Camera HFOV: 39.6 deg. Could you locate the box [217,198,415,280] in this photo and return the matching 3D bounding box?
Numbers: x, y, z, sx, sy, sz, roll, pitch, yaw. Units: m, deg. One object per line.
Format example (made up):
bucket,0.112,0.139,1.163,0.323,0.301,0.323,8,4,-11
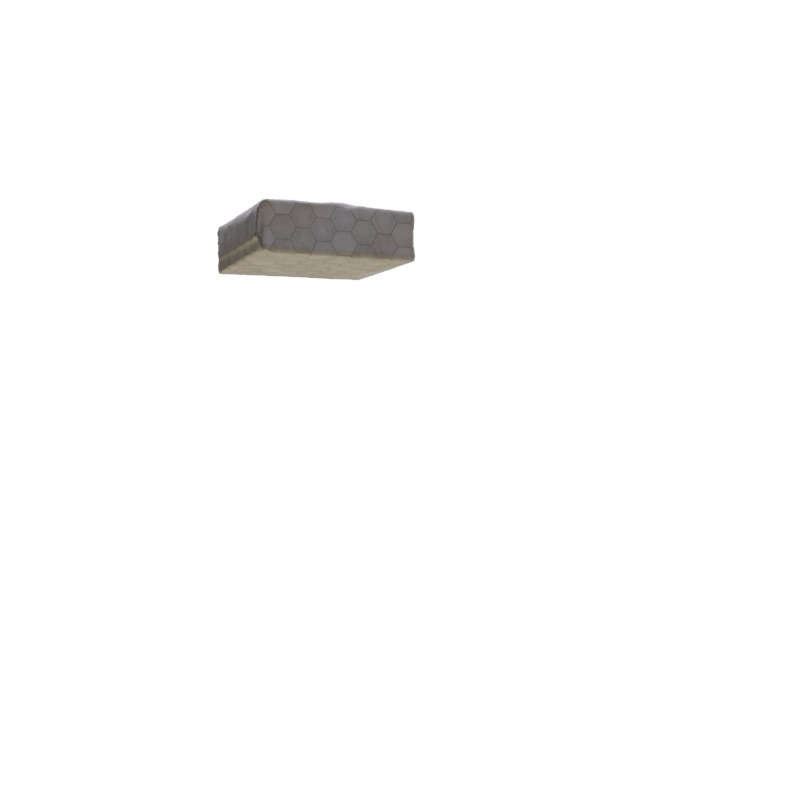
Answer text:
box,-0.047,-0.086,0.602,0.087,0.031,0.074,2,-5,-23
